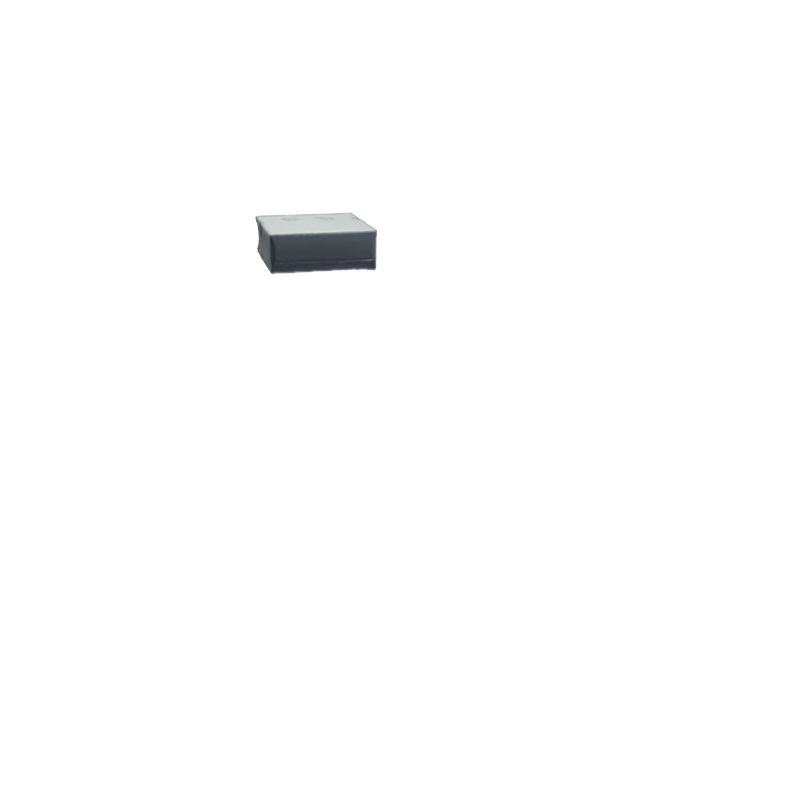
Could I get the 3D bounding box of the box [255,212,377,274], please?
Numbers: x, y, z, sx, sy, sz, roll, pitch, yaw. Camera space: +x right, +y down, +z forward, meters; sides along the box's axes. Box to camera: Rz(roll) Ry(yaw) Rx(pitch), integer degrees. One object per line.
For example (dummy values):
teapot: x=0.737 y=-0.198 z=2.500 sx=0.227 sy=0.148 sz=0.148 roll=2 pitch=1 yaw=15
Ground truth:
box: x=-0.075 y=-0.136 z=0.956 sx=0.089 sy=0.038 sz=0.118 roll=-3 pitch=15 yaw=-12
